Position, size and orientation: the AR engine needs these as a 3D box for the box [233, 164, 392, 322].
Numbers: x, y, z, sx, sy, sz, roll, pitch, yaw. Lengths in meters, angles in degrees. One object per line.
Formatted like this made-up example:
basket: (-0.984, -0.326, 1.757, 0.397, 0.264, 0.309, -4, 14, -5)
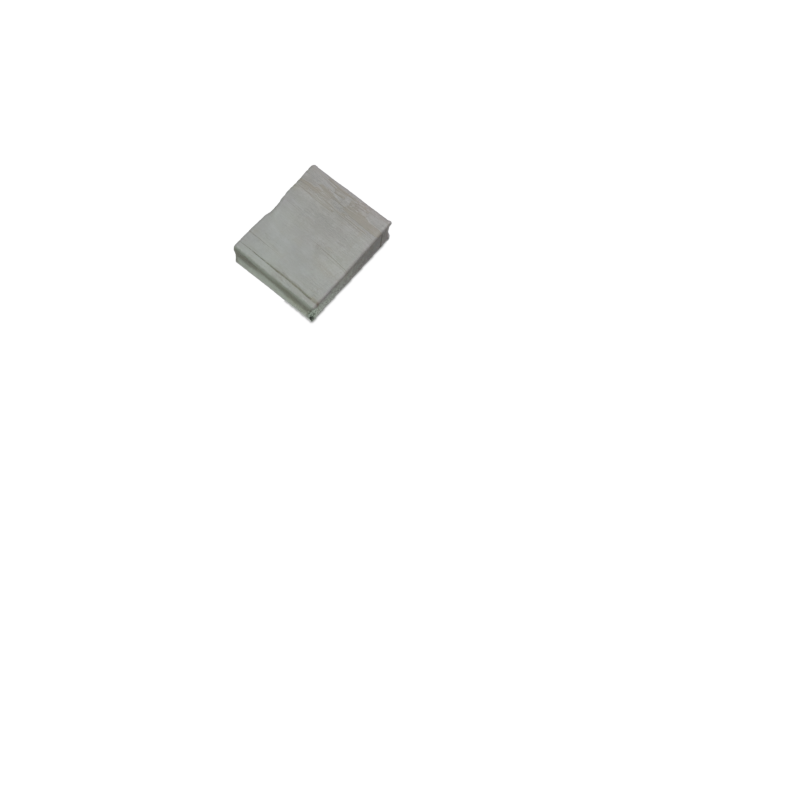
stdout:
box: (-0.061, -0.112, 0.780, 0.076, 0.091, 0.029, 38, -18, 14)
